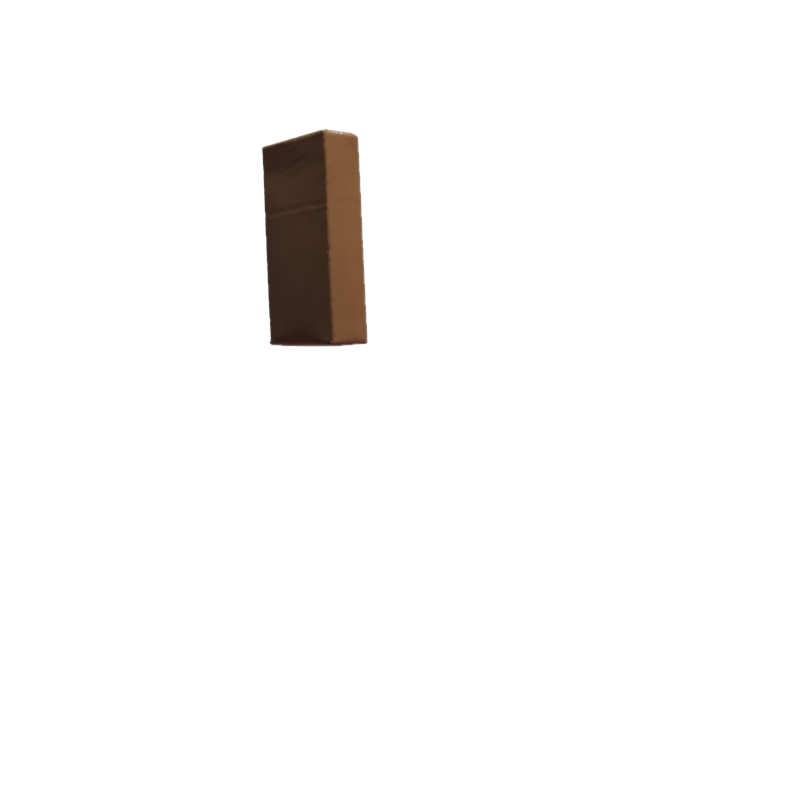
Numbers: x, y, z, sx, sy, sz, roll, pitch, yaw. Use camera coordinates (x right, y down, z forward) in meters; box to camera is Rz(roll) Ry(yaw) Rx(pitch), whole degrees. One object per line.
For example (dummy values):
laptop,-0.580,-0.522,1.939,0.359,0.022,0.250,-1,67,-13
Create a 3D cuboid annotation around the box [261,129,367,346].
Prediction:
box,-0.073,-0.134,0.938,0.046,0.179,0.096,4,-6,-39
